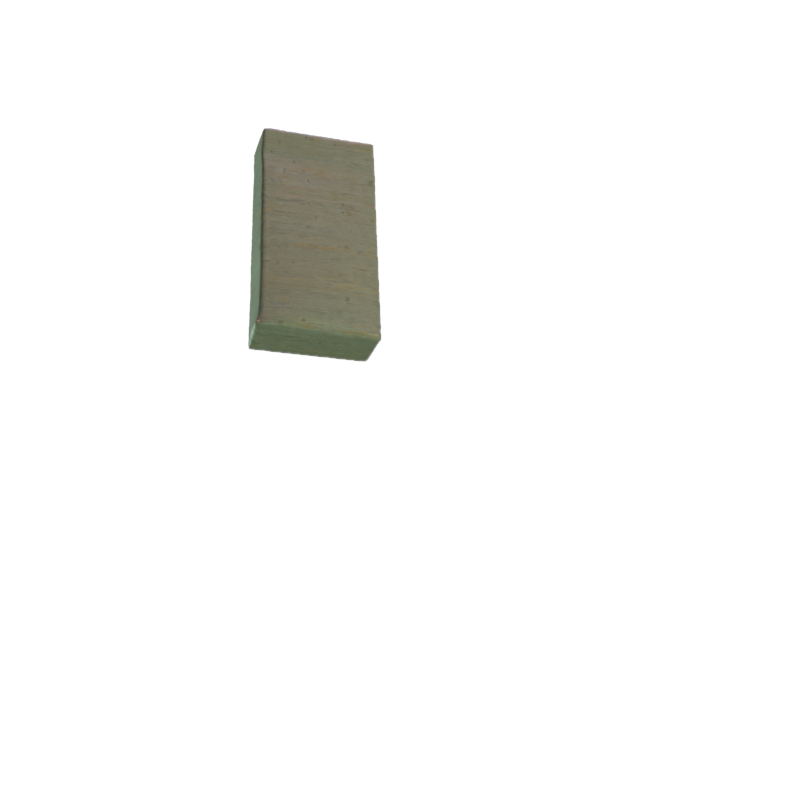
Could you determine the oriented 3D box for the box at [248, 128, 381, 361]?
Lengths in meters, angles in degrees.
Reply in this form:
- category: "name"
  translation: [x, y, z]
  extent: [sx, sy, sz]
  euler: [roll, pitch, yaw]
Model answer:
- category: "box"
  translation: [-0.066, -0.120, 0.845]
  extent: [0.091, 0.188, 0.046]
  euler: [6, -33, -13]
